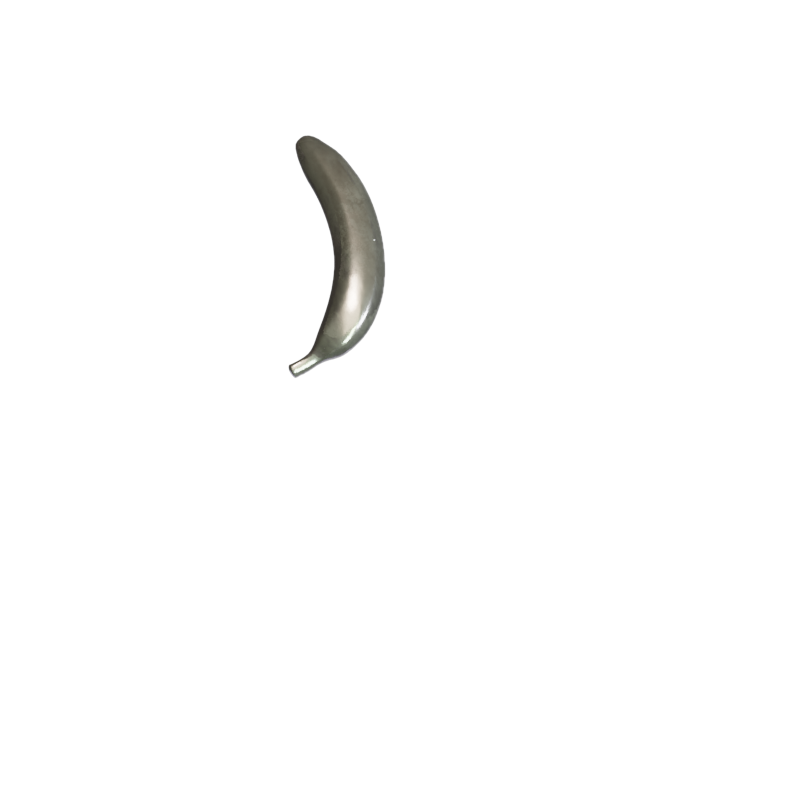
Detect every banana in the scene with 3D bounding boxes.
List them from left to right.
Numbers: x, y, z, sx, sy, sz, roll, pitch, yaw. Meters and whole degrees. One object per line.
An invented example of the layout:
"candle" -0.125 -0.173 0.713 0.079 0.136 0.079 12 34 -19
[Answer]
"banana" -0.046 -0.114 0.824 0.069 0.209 0.035 0 -26 -1
